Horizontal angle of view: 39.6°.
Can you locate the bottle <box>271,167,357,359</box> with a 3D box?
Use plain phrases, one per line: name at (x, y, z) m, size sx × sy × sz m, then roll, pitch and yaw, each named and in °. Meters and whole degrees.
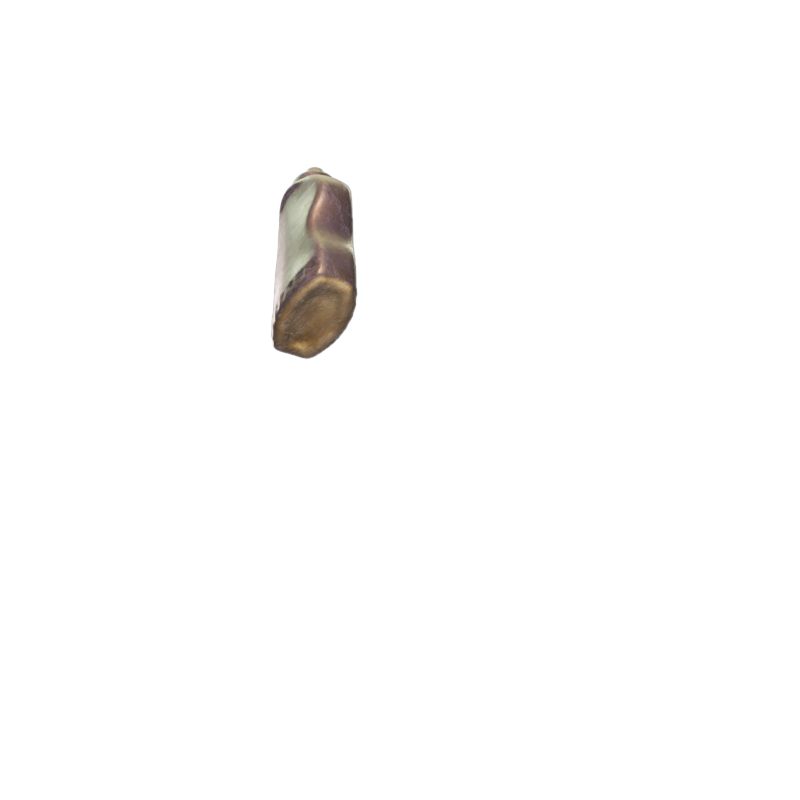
bottle at (-0.073, -0.133, 0.932) m, size 0.057 × 0.206 × 0.092 m, roll 16°, pitch -49°, yaw -19°
